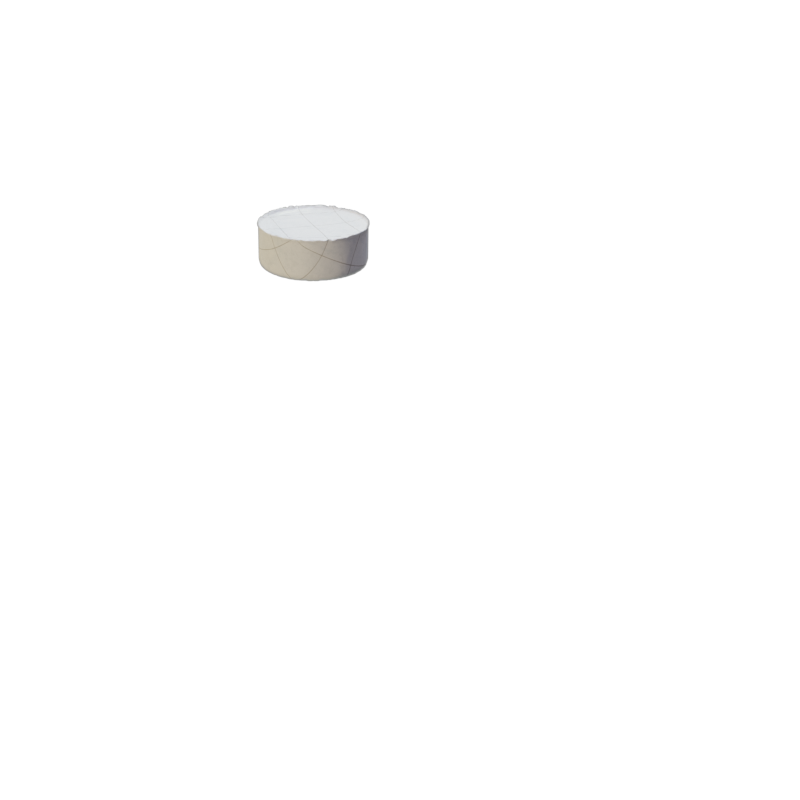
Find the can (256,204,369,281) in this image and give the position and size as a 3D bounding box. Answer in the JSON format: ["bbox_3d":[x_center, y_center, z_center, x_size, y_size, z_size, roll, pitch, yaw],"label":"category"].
[{"bbox_3d":[-0.066,-0.121,0.848,0.086,0.032,0.090,-1,26,-2],"label":"can"}]
